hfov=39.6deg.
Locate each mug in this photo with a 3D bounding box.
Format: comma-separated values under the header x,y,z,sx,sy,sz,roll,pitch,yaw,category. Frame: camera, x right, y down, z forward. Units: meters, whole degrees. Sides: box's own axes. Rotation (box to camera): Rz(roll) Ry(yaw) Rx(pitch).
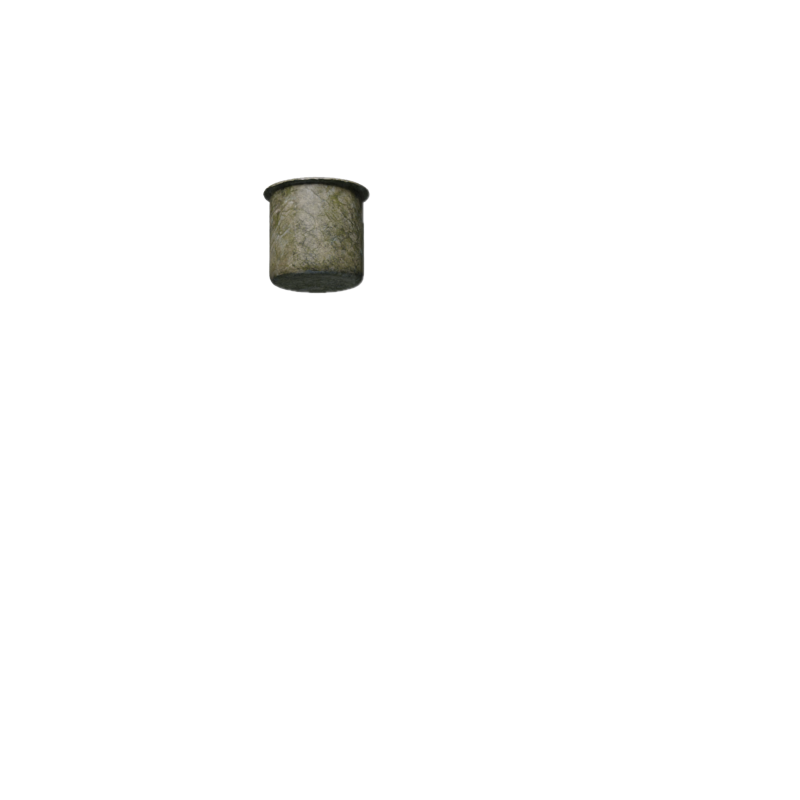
x,y,z,sx,sy,sz,roll,pitch,yaw,category
-0.076,-0.138,0.968,0.091,0.084,0.116,3,-11,-16,mug
